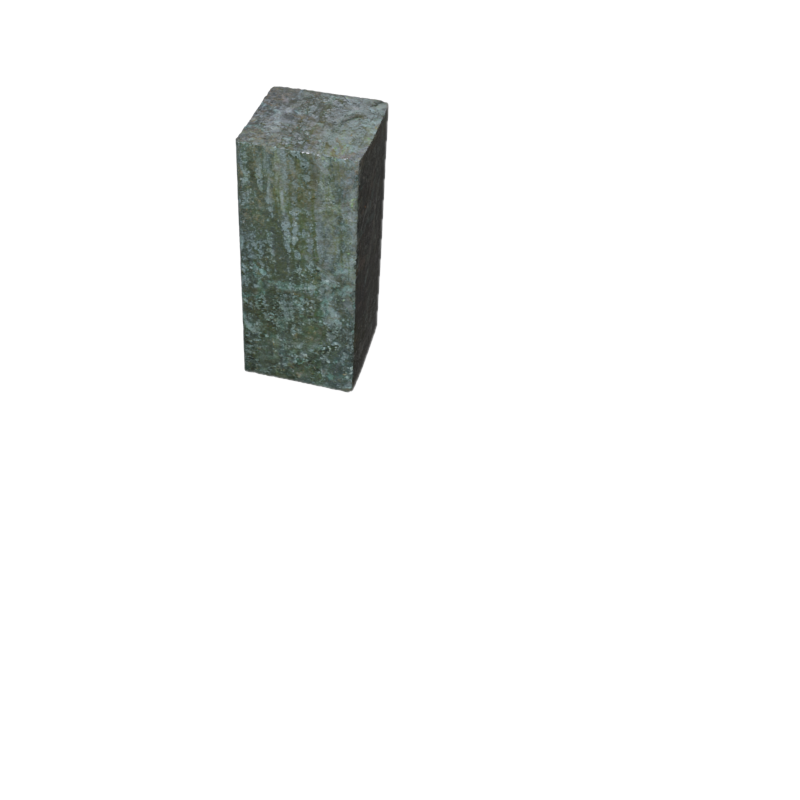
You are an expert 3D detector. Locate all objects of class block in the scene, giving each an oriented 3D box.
[{"bbox_3d":[-0.065,-0.119,0.831,0.092,0.193,0.095,11,39,10],"label":"block"}]
